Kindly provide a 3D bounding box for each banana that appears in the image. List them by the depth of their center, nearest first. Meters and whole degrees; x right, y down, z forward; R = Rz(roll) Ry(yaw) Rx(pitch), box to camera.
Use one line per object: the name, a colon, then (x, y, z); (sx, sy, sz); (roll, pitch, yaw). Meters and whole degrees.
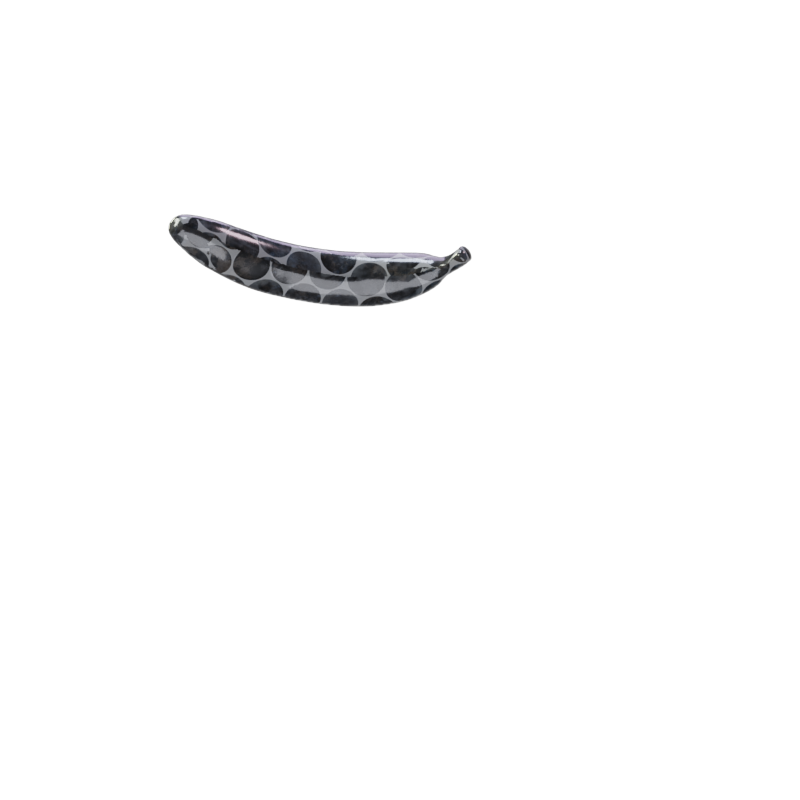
banana: (-0.057, -0.093, 0.746); (0.196, 0.039, 0.065); (4, -40, -5)
